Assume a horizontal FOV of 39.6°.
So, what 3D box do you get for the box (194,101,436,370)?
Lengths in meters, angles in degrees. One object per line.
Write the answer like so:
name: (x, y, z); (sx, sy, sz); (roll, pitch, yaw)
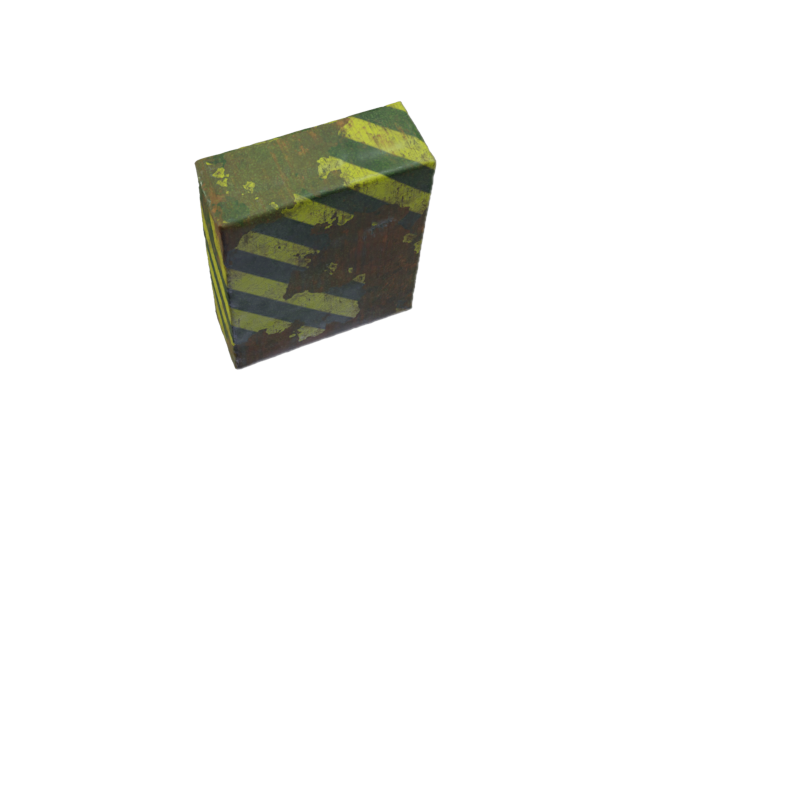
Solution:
box: (-0.068, -0.124, 0.867); (0.163, 0.077, 0.201); (-19, -25, -13)
